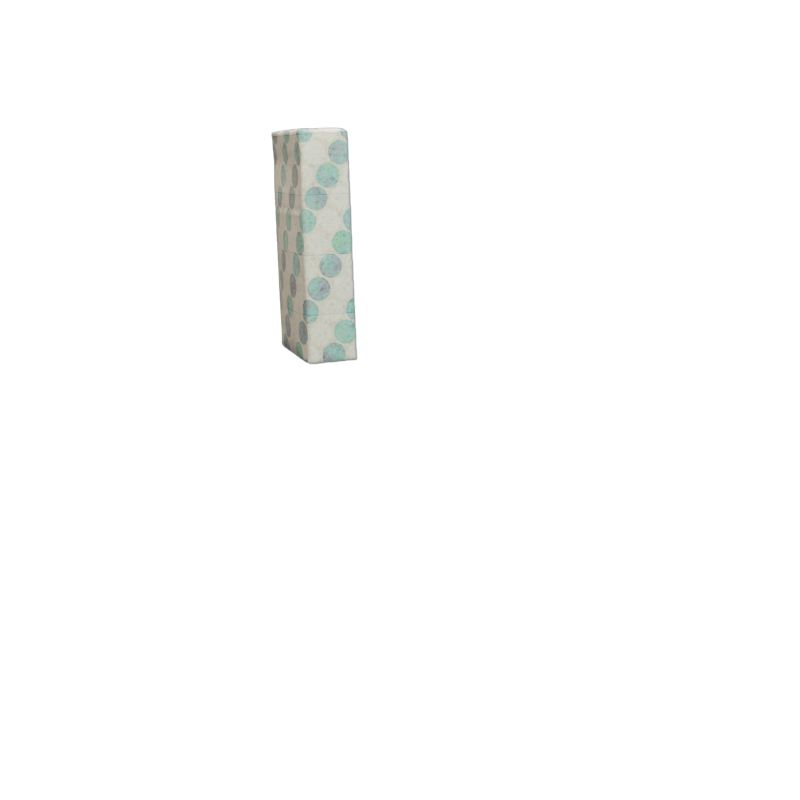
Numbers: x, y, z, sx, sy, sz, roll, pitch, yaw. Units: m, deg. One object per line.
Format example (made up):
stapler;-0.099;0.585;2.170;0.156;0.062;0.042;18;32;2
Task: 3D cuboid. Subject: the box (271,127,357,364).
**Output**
box;-0.067;-0.124;0.866;0.047;0.174;0.097;-1;7;-18
